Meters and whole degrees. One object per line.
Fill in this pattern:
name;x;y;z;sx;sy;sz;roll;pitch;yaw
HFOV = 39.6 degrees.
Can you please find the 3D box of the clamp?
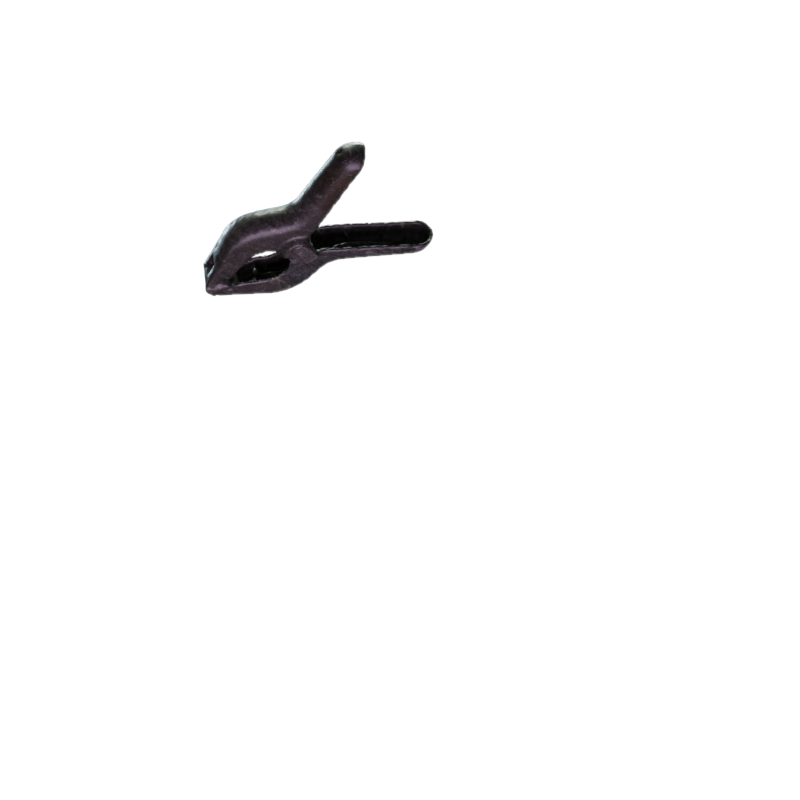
clamp;-0.064;-0.117;0.816;0.172;0.042;0.112;-25;-45;28
